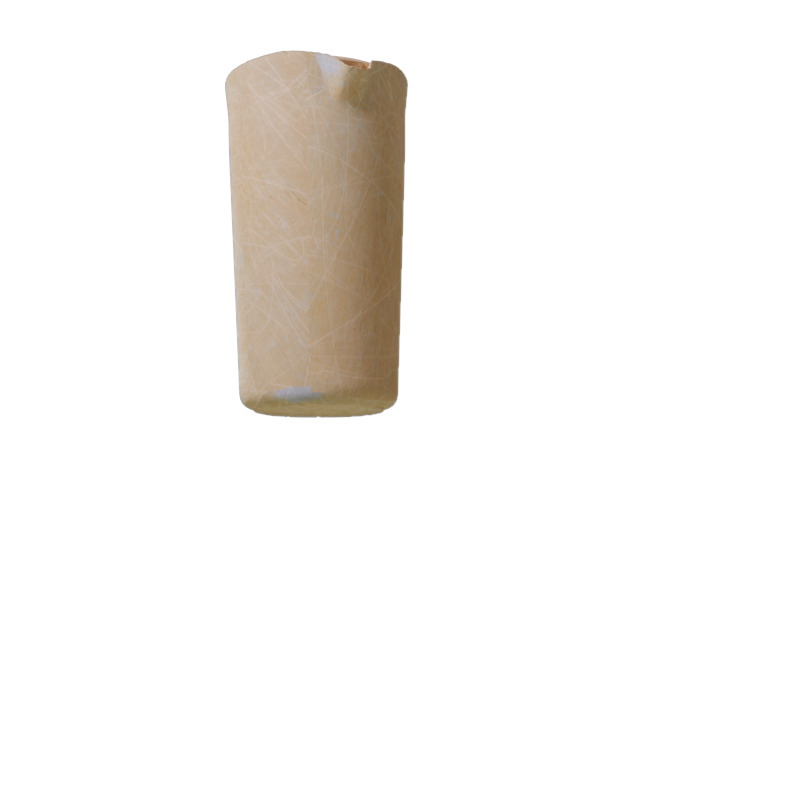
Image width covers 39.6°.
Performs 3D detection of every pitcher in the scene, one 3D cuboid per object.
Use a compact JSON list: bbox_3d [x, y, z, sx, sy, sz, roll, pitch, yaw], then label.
[{"bbox_3d":[-0.062,-0.113,0.789,0.148,0.251,0.141,-6,-13,21],"label":"pitcher"}]
